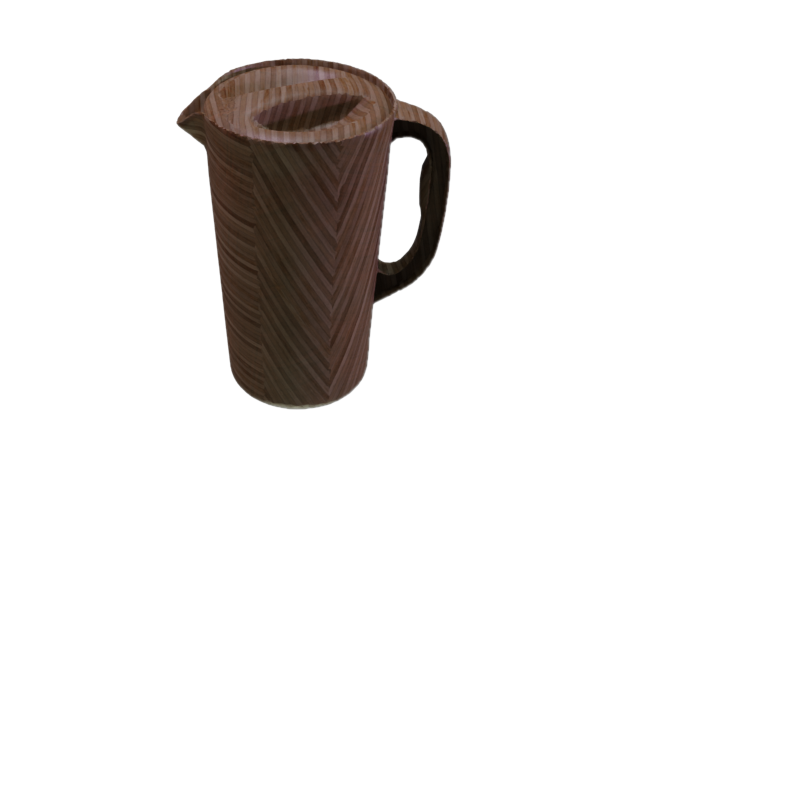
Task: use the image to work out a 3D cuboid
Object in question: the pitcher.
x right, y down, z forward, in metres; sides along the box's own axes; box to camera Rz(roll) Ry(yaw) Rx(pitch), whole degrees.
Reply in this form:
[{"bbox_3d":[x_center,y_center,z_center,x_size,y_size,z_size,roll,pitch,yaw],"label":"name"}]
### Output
[{"bbox_3d":[-0.063,-0.115,0.807,0.145,0.227,0.159,-29,47,-36],"label":"pitcher"}]
